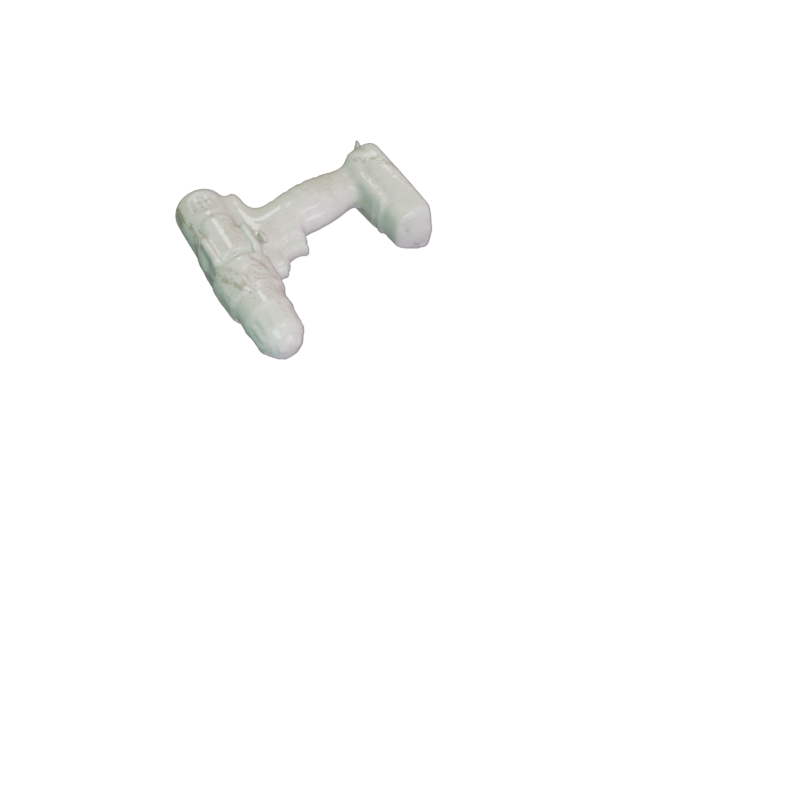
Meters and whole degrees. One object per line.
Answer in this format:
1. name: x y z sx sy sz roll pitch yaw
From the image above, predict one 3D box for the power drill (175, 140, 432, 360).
1. power drill: -0.071 -0.130 0.911 0.186 0.199 0.053 -23 -35 -18
